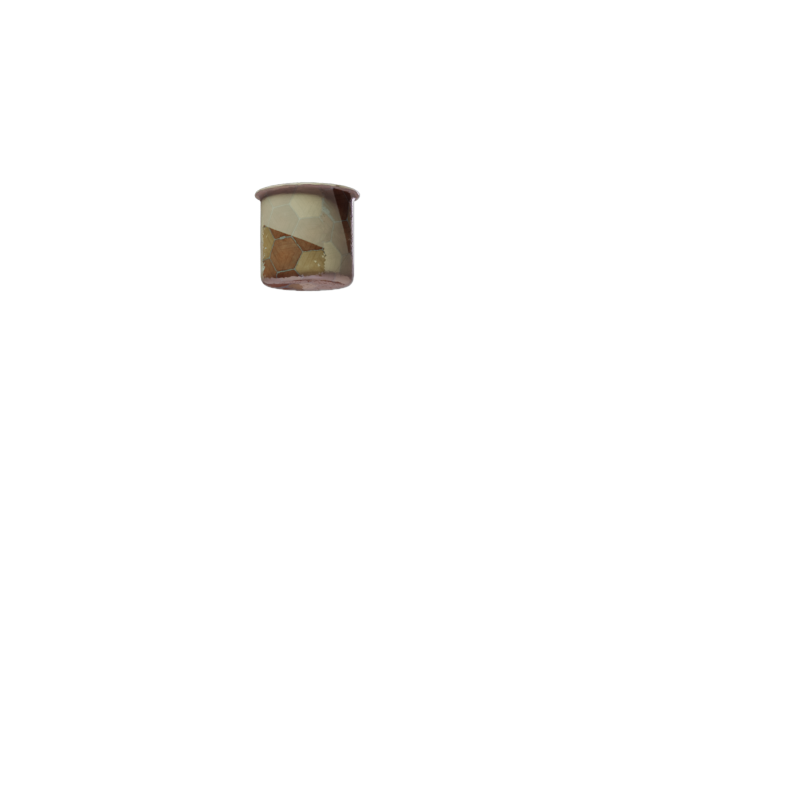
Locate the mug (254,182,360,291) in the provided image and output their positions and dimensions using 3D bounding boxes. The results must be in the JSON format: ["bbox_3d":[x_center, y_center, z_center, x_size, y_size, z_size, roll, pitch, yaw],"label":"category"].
[{"bbox_3d":[-0.077,-0.140,0.979,0.096,0.083,0.112,-3,-6,23],"label":"mug"}]
